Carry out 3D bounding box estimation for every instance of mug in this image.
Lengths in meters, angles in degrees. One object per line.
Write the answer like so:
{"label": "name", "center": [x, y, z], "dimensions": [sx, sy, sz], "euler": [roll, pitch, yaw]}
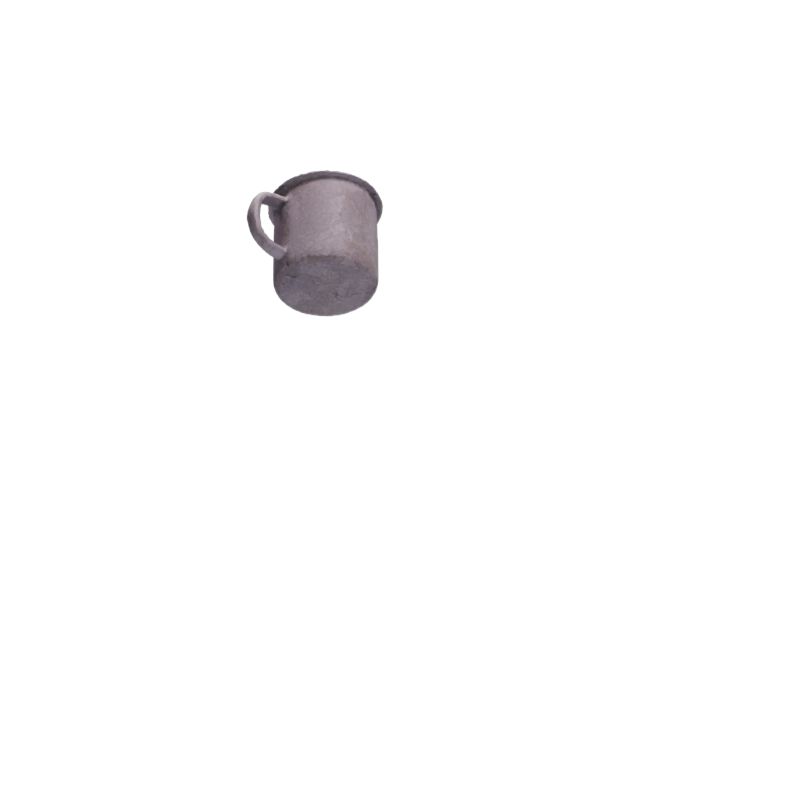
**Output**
{"label": "mug", "center": [-0.068, -0.124, 0.867], "dimensions": [0.111, 0.087, 0.092], "euler": [24, -42, -31]}
